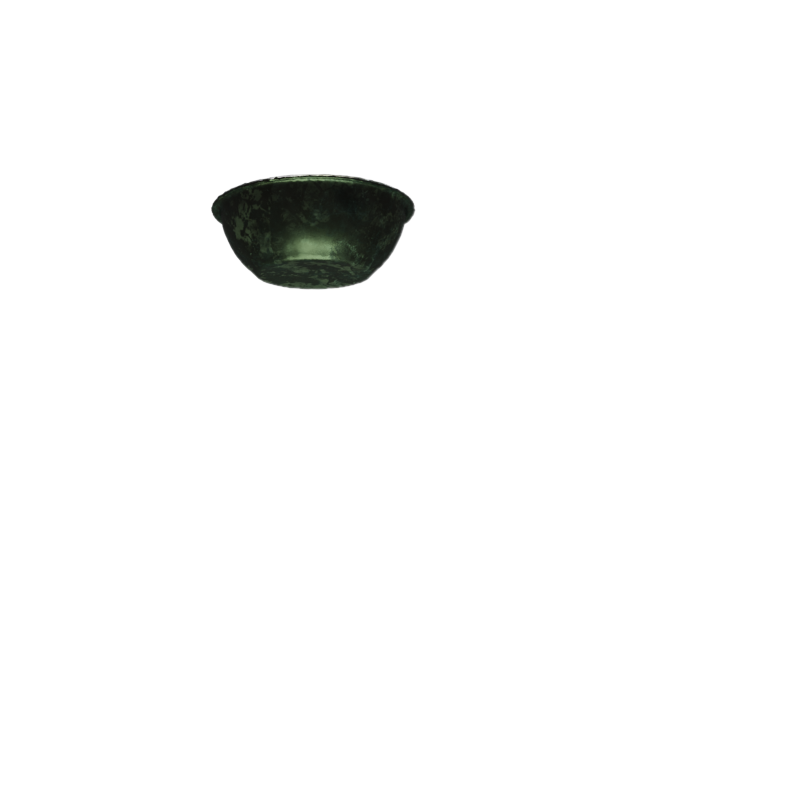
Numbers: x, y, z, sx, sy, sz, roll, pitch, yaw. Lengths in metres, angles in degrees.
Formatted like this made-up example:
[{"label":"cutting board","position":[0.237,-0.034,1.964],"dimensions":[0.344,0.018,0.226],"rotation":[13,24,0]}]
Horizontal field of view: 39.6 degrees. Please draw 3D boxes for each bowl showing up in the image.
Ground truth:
[{"label":"bowl","position":[-0.068,-0.125,0.872],"dimensions":[0.162,0.057,0.157],"rotation":[0,-10,-2]}]
